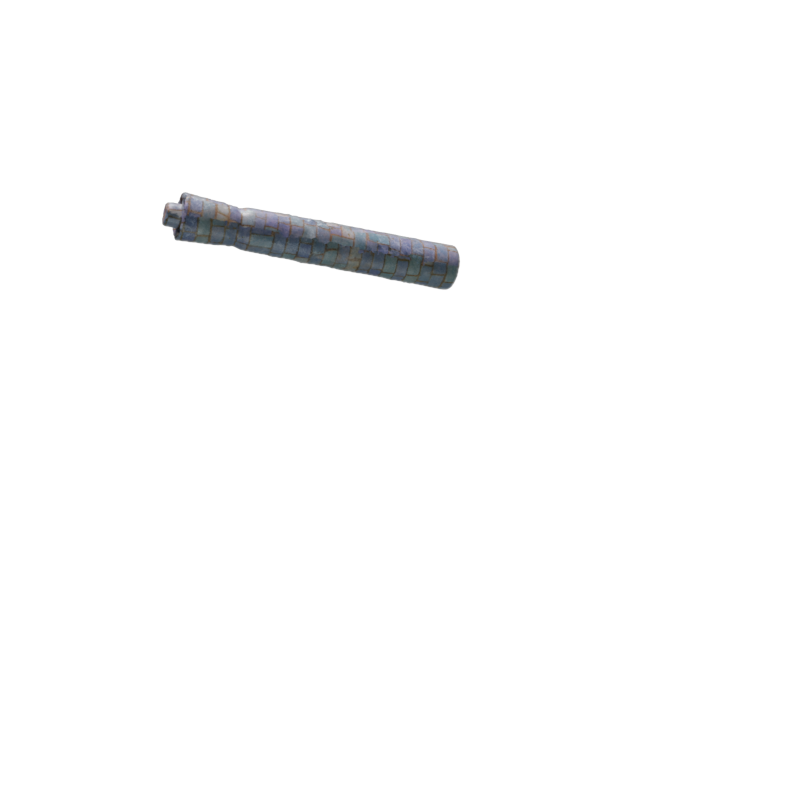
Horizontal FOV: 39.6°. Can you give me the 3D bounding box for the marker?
[{"bbox_3d":[-0.034,-0.063,0.440,0.117,0.020,0.020,8,1,-18],"label":"marker"}]
